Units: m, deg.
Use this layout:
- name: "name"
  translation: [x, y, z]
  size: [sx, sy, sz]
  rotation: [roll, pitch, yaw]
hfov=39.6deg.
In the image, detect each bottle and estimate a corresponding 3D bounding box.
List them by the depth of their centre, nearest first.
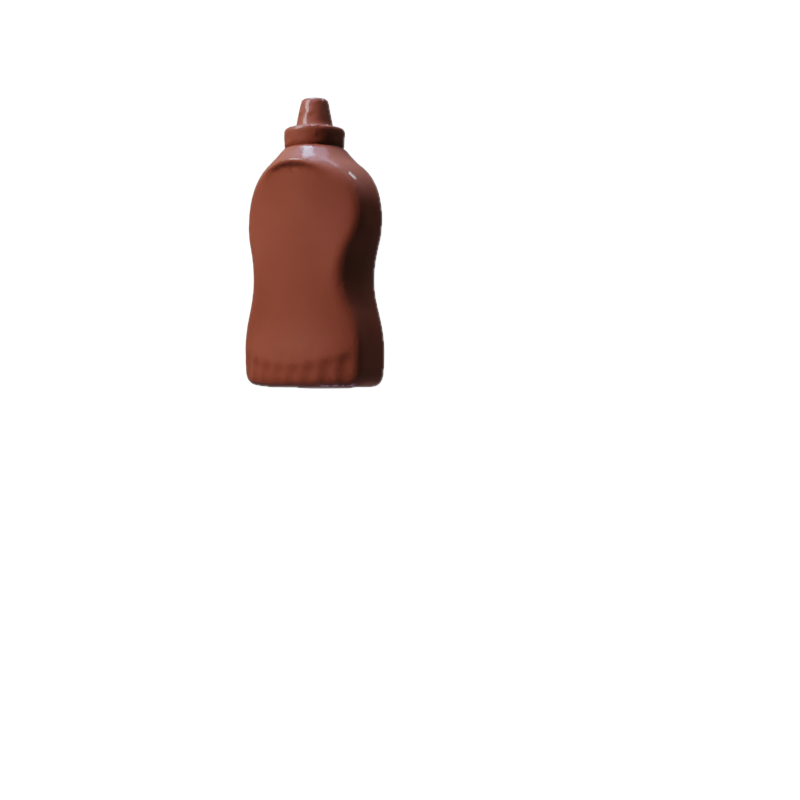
- name: "bottle"
  translation: [-0.057, -0.105, 0.737]
  size: [0.099, 0.194, 0.056]
  rotation: [-3, -5, 37]
